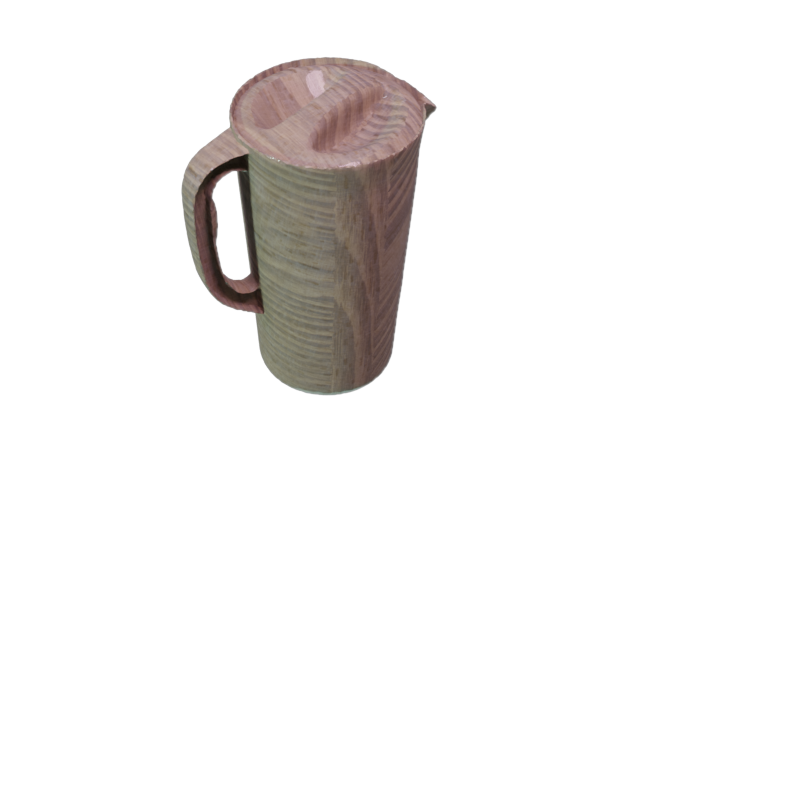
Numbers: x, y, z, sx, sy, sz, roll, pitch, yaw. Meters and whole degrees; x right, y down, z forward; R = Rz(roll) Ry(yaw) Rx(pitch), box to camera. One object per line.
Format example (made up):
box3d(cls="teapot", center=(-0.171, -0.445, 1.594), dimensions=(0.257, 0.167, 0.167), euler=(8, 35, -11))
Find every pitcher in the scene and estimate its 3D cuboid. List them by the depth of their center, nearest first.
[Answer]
box3d(cls="pitcher", center=(-0.064, -0.117, 0.817), dimensions=(0.152, 0.226, 0.152), euler=(13, 45, 10))
